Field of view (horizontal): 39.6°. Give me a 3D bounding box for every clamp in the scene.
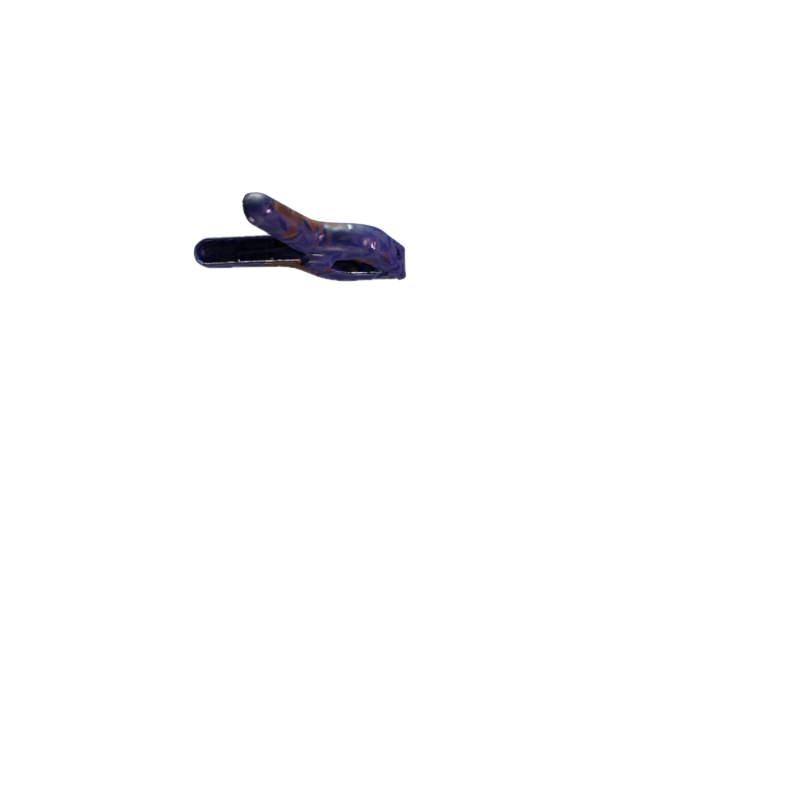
[{"bbox_3d":[-0.068,-0.124,0.871,0.167,0.040,0.119,3,-9,-18],"label":"clamp"}]
